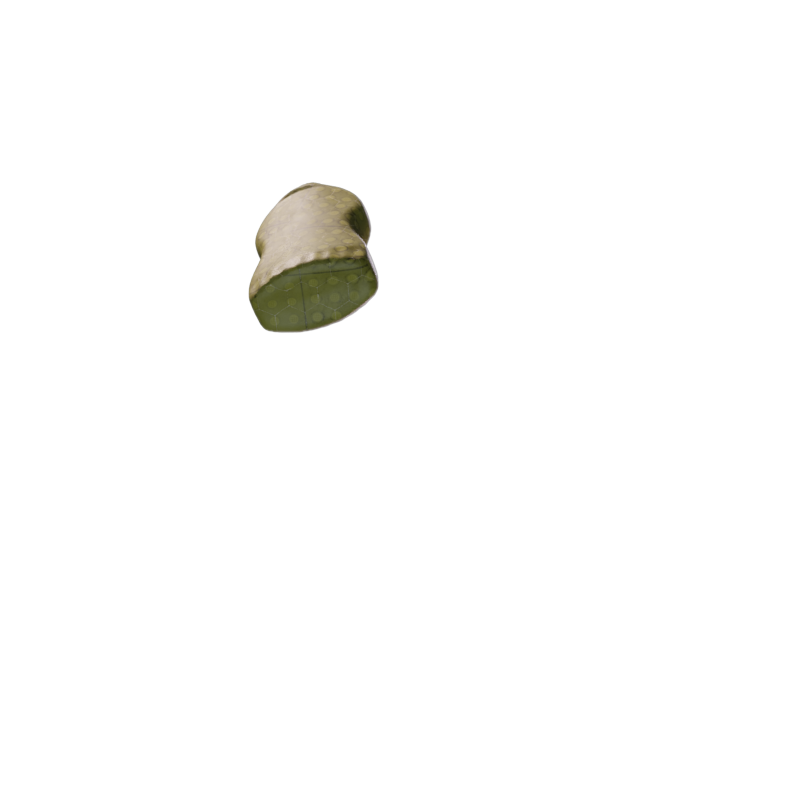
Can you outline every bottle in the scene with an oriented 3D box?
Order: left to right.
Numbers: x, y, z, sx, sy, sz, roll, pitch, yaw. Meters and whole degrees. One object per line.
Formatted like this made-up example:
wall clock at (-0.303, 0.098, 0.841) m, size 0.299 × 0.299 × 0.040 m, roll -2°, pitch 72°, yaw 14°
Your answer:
bottle at (-0.071, -0.129, 0.903) m, size 0.096 × 0.055 × 0.204 m, roll -20°, pitch 31°, yaw 9°
